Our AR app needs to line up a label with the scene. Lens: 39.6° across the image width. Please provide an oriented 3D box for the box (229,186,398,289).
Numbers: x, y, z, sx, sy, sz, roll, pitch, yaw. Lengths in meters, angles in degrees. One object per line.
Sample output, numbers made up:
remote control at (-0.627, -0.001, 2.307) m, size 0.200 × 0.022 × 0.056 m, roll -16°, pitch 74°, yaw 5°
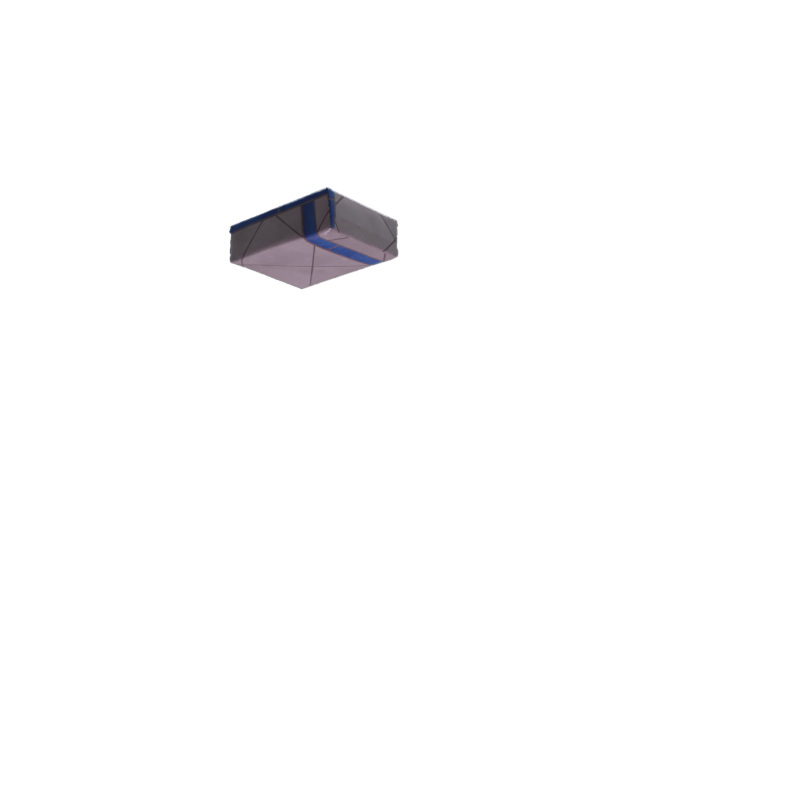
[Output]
box at (-0.072, -0.131, 0.917) m, size 0.116 × 0.041 × 0.084 m, roll -12°, pitch -19°, yaw 38°
